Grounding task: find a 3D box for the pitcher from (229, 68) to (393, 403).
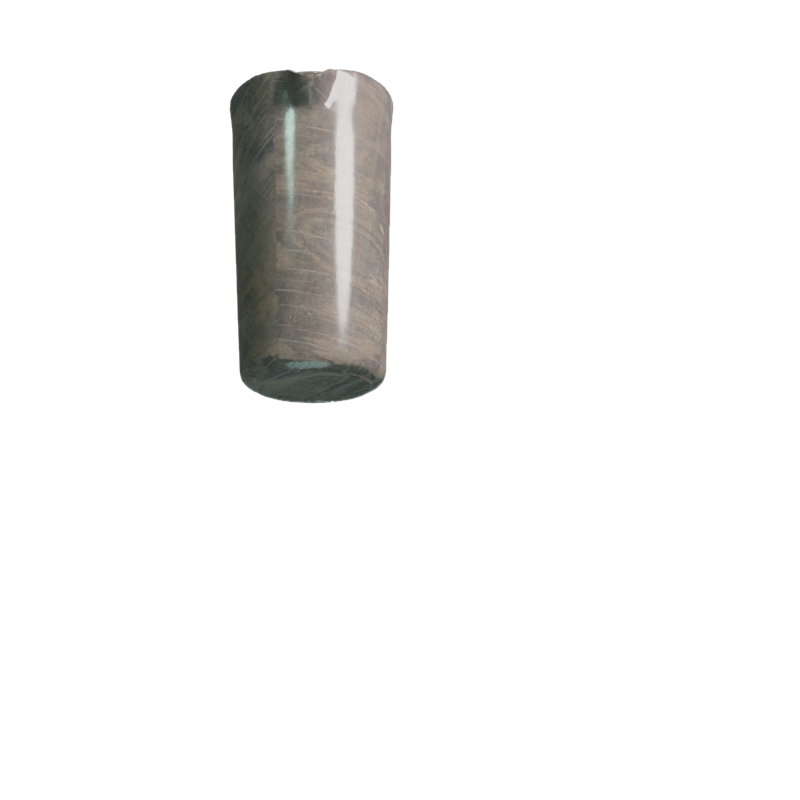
[{"bbox_3d":[-0.068,-0.124,0.870,0.147,0.255,0.140,-19,-27,39],"label":"pitcher"}]
